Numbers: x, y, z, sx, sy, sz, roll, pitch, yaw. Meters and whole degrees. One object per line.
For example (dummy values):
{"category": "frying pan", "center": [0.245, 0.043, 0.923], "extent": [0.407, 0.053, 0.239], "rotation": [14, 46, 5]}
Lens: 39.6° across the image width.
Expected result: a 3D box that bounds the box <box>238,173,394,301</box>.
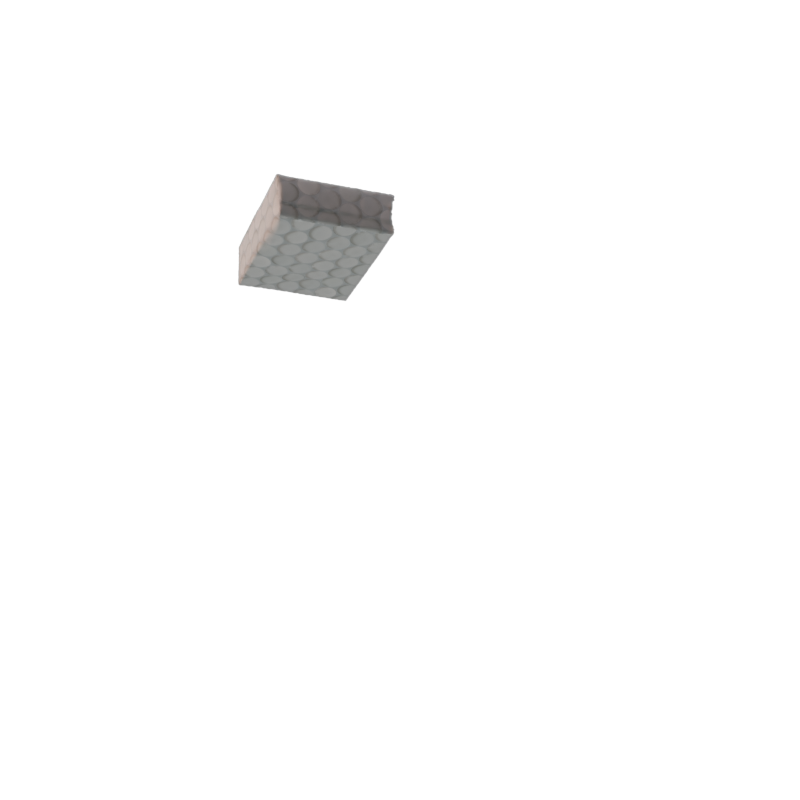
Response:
{"category": "box", "center": [-0.065, -0.118, 0.825], "extent": [0.087, 0.041, 0.110], "rotation": [8, -24, -19]}
